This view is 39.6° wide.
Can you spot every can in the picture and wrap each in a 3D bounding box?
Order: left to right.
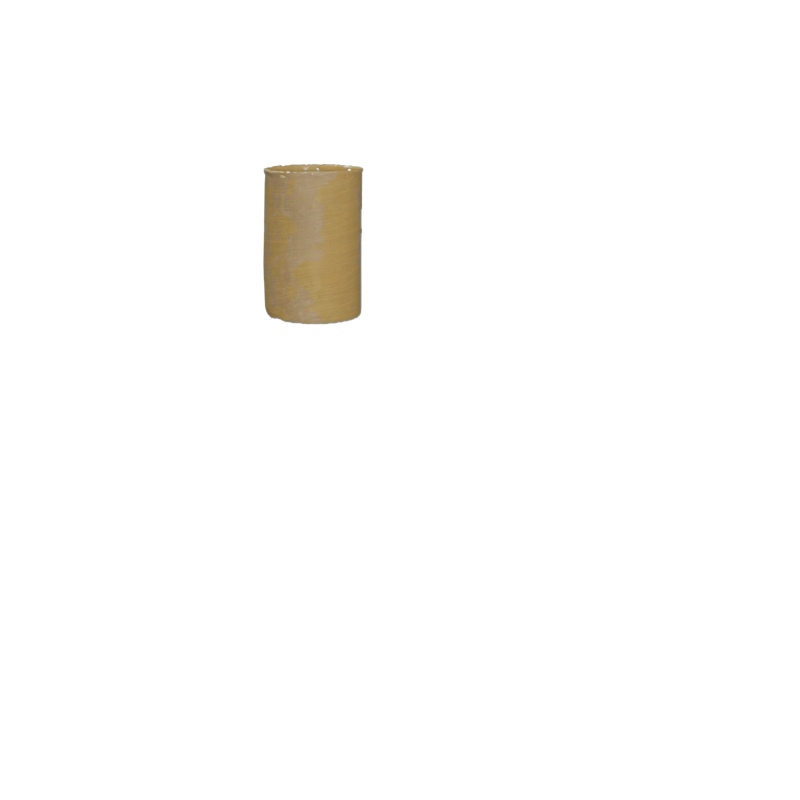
[{"bbox_3d":[-0.060,-0.109,0.760,0.068,0.100,0.070,0,11,-2],"label":"can"}]
